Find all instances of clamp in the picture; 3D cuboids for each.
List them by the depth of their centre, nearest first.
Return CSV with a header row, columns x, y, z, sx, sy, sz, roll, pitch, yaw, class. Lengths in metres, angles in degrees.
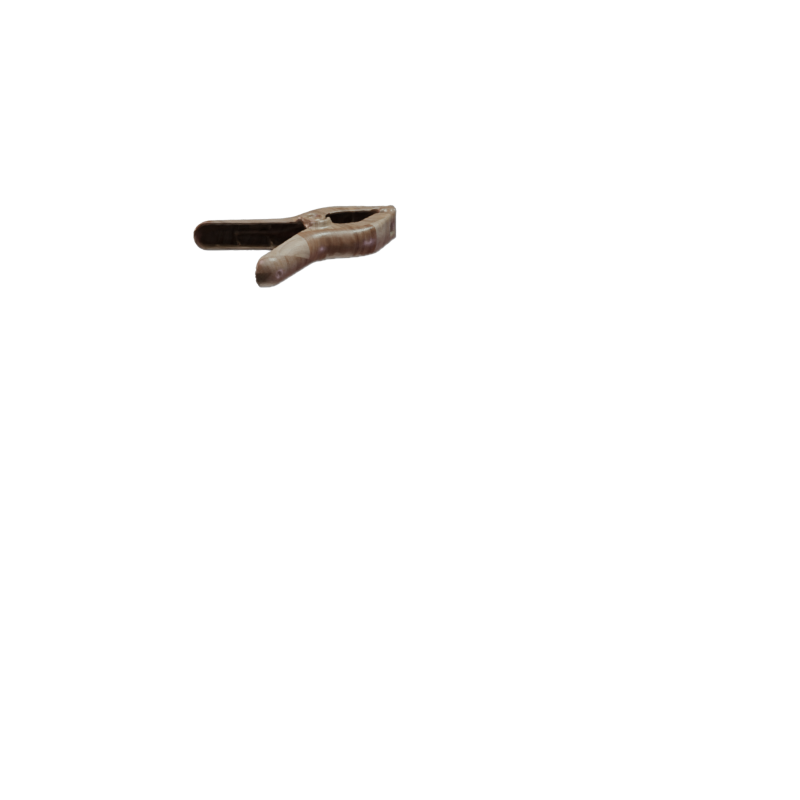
x,y,z,sx,sy,sz,roll,pitch,yaw,class
-0.070,-0.128,0.899,0.169,0.037,0.129,-13,34,-21,clamp
